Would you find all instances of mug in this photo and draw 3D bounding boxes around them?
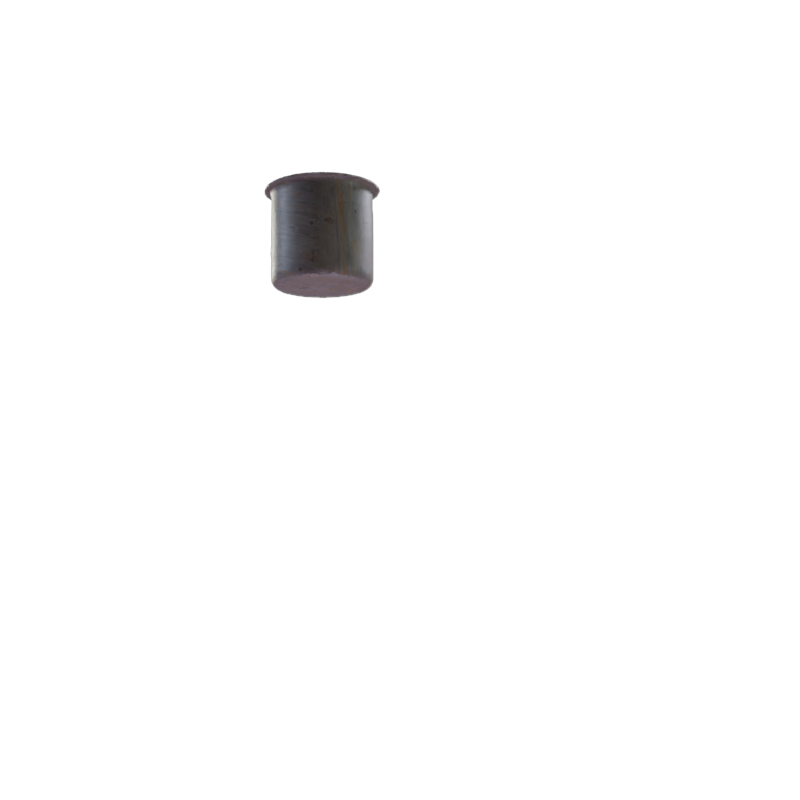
[{"bbox_3d":[-0.070,-0.128,0.896,0.089,0.084,0.119,9,-14,-38],"label":"mug"}]
